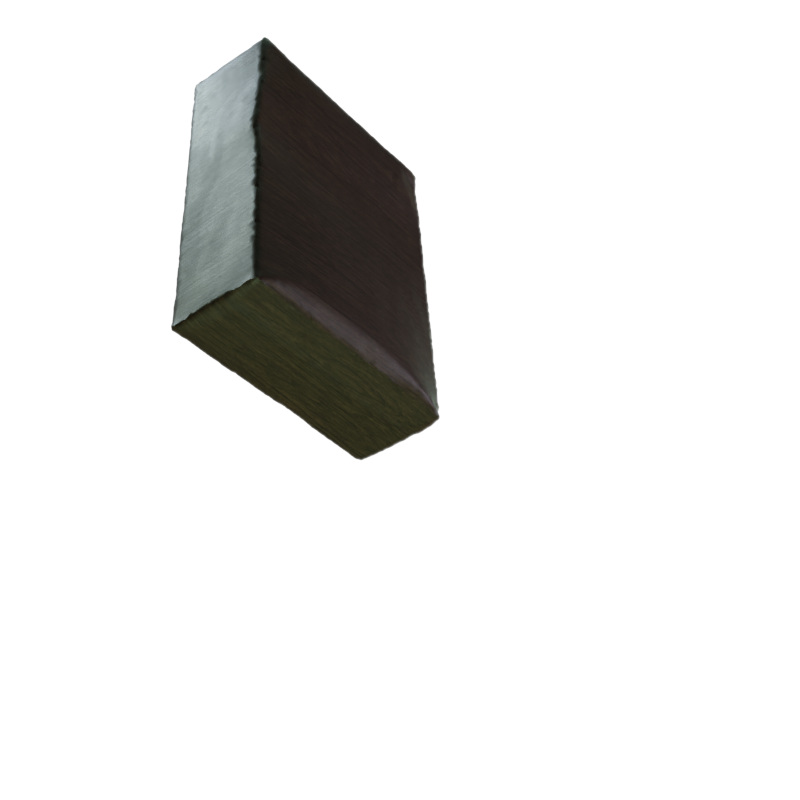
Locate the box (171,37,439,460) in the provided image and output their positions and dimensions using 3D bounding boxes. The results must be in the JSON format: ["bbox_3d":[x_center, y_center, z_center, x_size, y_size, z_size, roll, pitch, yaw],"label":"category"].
[{"bbox_3d":[-0.053,-0.097,0.680,0.072,0.230,0.153,-30,-48,27],"label":"box"}]
